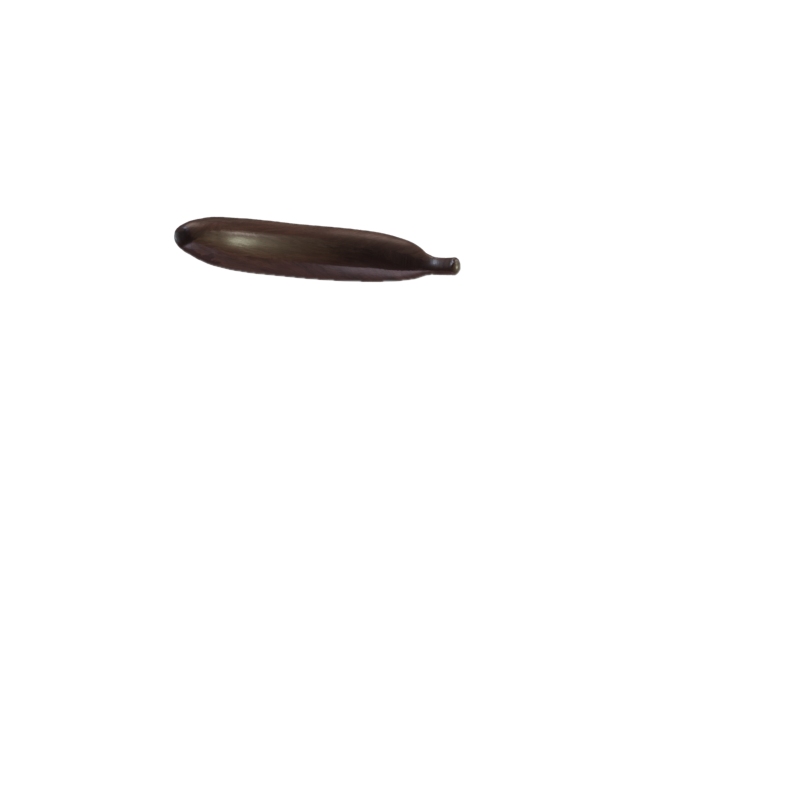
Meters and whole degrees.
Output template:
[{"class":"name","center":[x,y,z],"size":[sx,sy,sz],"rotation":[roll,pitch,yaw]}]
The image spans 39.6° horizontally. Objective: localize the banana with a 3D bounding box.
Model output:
[{"class":"banana","center":[-0.061,-0.103,0.751],"size":[0.192,0.038,0.070],"rotation":[2,-6,-21]}]
